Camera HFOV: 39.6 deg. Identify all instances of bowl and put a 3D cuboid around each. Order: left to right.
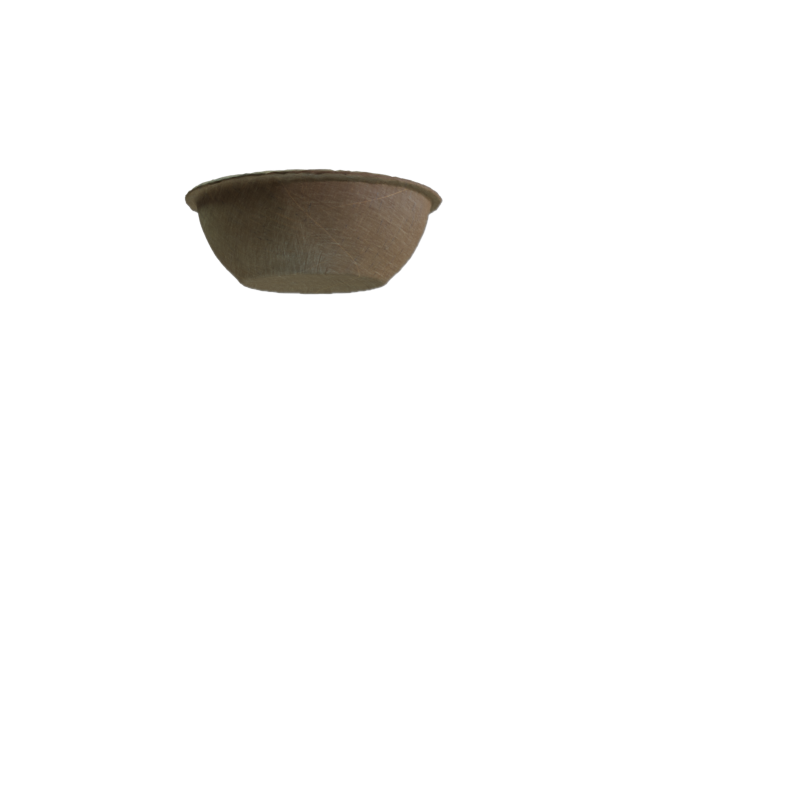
[{"bbox_3d":[-0.054,-0.099,0.696,0.162,0.056,0.160,0,-3,-2],"label":"bowl"}]
